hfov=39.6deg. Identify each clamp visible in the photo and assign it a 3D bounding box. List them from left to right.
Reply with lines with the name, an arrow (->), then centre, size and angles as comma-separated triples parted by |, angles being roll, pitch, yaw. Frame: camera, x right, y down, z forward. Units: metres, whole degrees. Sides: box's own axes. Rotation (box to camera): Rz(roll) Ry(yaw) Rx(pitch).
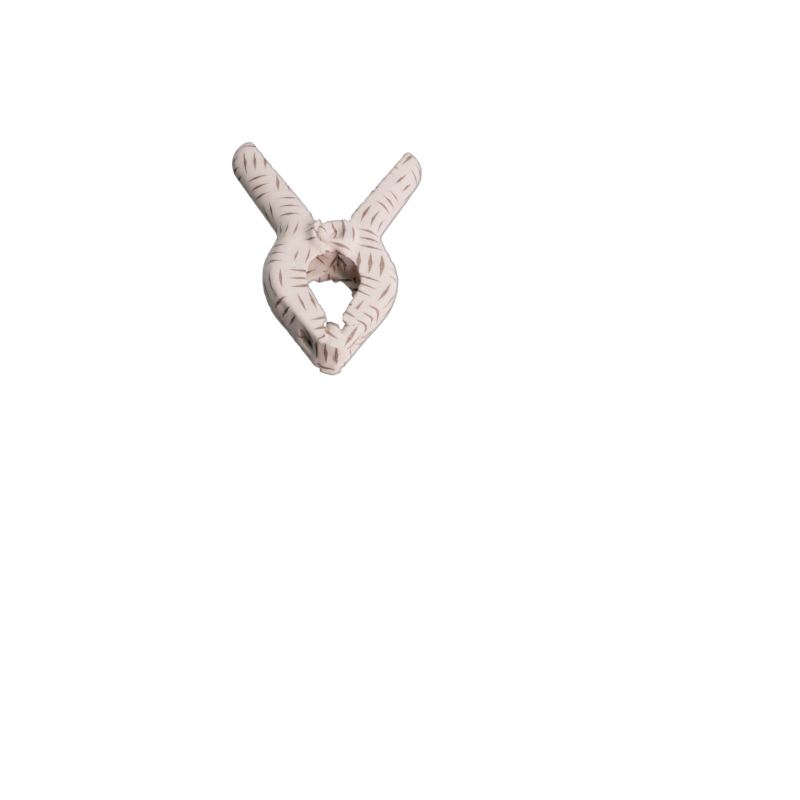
clamp -> -0.052, -0.095, 0.665 | 0.121, 0.183, 0.036 | 4, -41, 4
